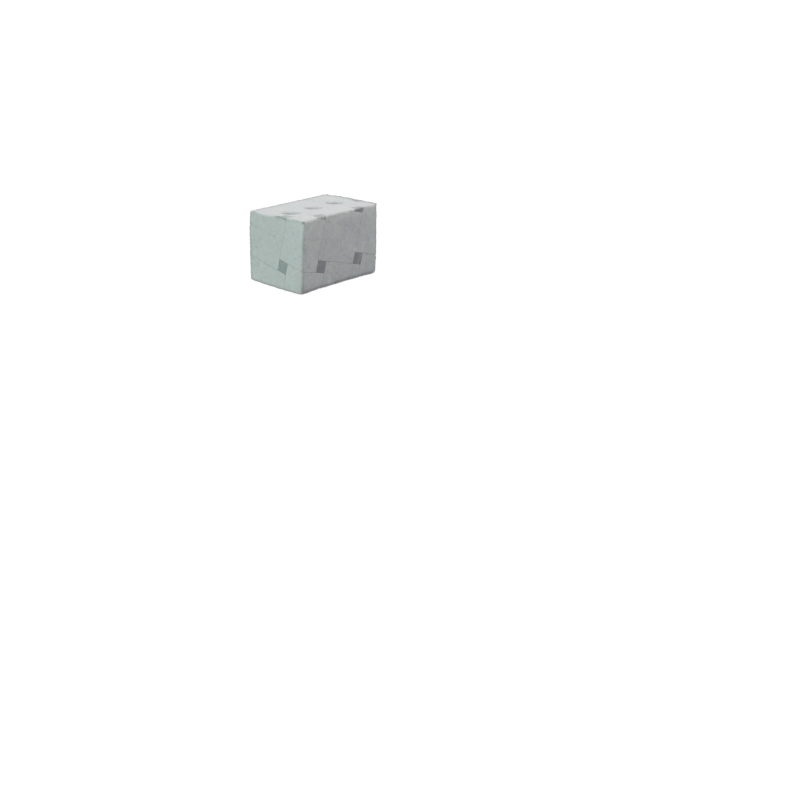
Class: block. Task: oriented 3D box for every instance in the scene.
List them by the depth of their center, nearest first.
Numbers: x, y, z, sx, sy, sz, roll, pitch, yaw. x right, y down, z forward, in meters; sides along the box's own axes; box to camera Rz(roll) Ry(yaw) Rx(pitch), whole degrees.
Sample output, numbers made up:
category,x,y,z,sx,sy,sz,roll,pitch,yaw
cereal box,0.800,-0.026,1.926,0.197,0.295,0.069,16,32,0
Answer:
category,x,y,z,sx,sy,sz,roll,pitch,yaw
block,-0.061,-0.111,0.775,0.056,0.049,0.077,16,25,37
